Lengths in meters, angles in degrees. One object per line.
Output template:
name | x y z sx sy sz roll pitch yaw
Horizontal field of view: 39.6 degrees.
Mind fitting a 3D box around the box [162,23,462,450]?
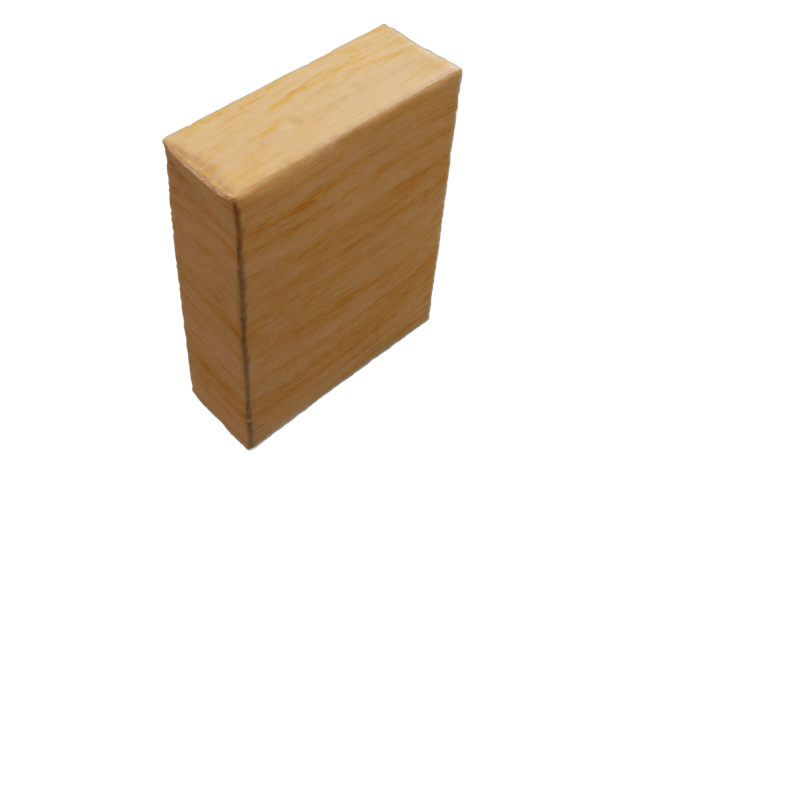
box | -0.052 -0.094 0.660 0.165 0.199 0.076 -36 60 -29
